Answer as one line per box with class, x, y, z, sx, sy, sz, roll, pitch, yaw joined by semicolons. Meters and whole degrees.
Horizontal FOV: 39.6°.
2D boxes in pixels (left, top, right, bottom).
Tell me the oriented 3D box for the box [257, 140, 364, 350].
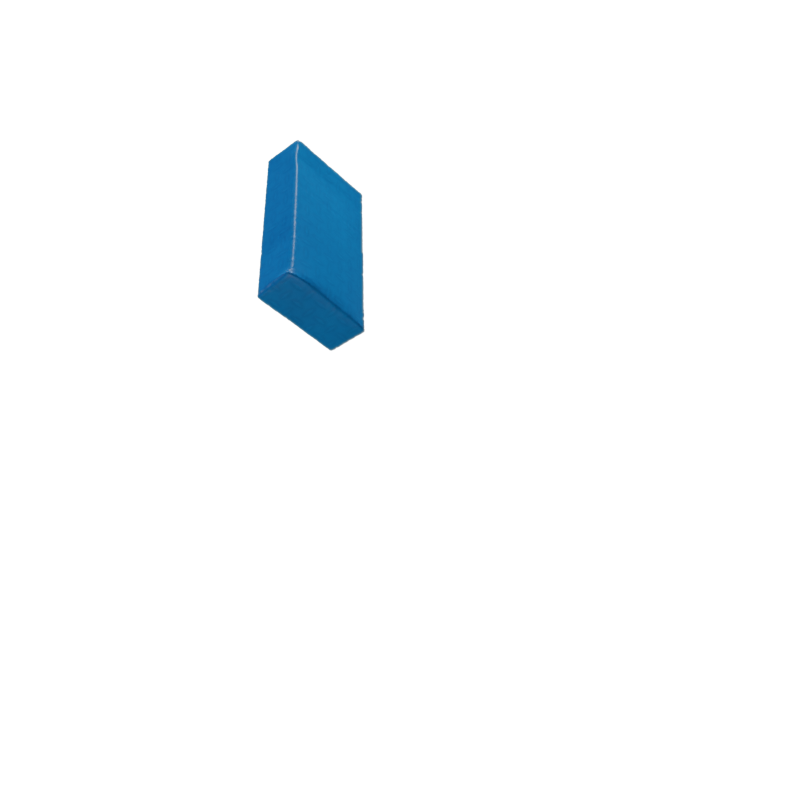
box;-0.076;-0.139;0.975;0.048;0.189;0.087;-34;-52;27
